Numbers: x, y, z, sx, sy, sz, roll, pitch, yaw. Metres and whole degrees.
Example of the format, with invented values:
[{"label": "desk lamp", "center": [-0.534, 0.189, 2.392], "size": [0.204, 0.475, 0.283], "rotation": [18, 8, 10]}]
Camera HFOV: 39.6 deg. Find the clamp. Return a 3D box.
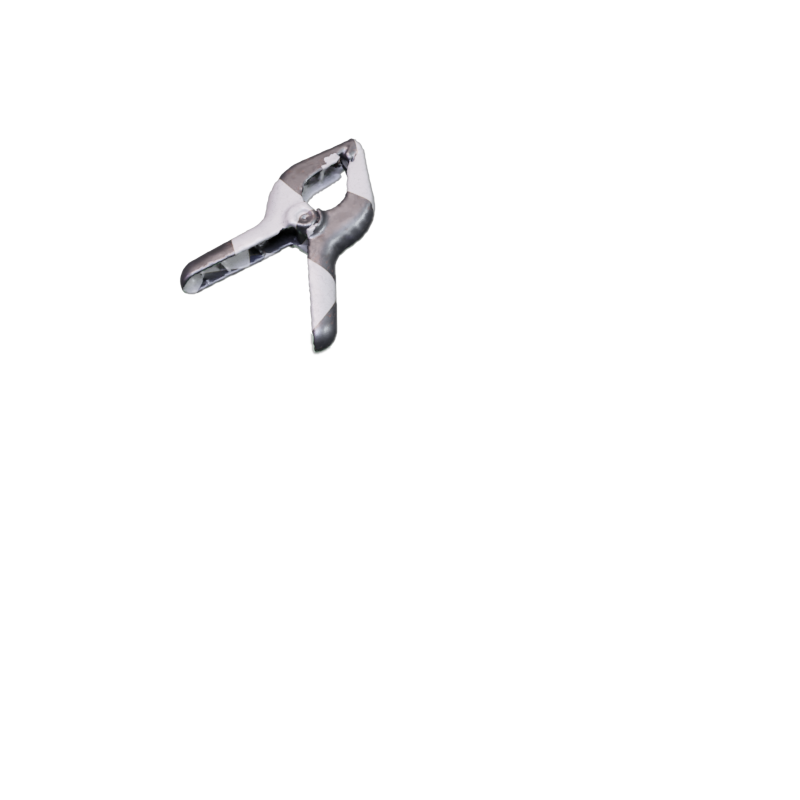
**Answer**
[{"label": "clamp", "center": [-0.062, -0.114, 0.798], "size": [0.125, 0.175, 0.037], "rotation": [33, -22, 14]}]
